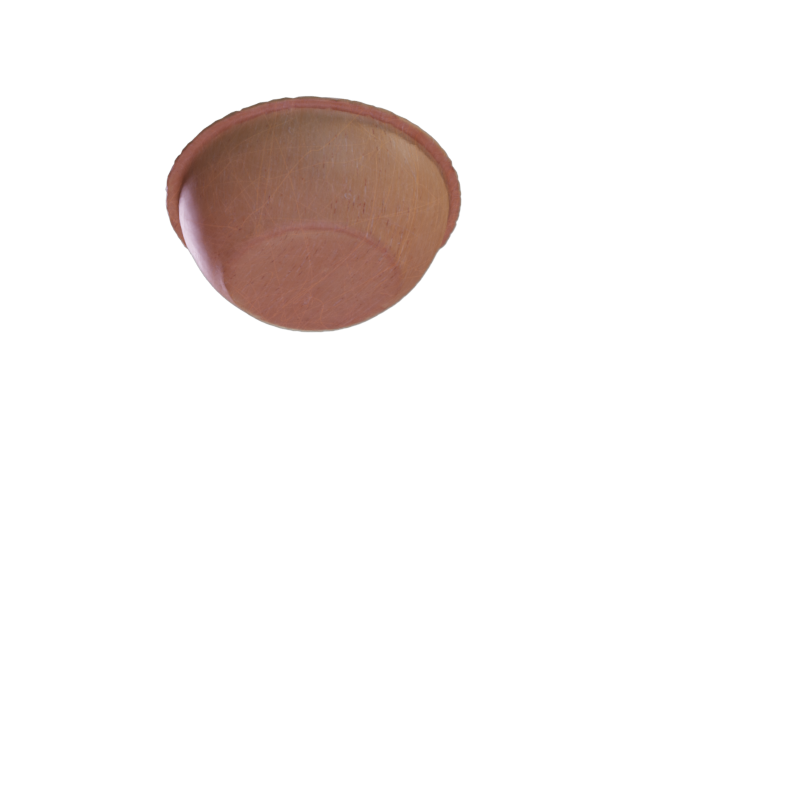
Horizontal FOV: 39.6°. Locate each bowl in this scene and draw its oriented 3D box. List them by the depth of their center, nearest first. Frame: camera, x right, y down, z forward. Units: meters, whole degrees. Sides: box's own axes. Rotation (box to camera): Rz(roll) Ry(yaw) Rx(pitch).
[{"bbox_3d":[-0.046,-0.084,0.589,0.162,0.059,0.151,1,-36,-2],"label":"bowl"}]
